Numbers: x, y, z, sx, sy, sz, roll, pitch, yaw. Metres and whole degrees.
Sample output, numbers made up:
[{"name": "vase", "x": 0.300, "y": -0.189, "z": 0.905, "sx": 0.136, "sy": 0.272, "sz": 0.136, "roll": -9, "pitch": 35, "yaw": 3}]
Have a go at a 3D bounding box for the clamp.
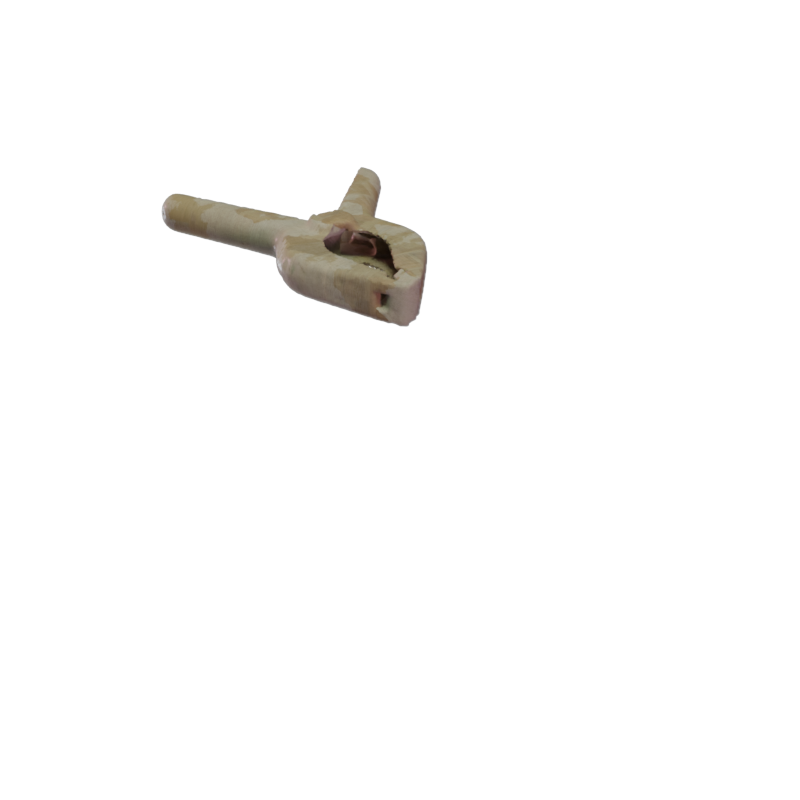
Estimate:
[{"name": "clamp", "x": -0.056, "y": -0.101, "z": 0.711, "sx": 0.162, "sy": 0.034, "sz": 0.226, "roll": -11, "pitch": 31, "yaw": -18}]
